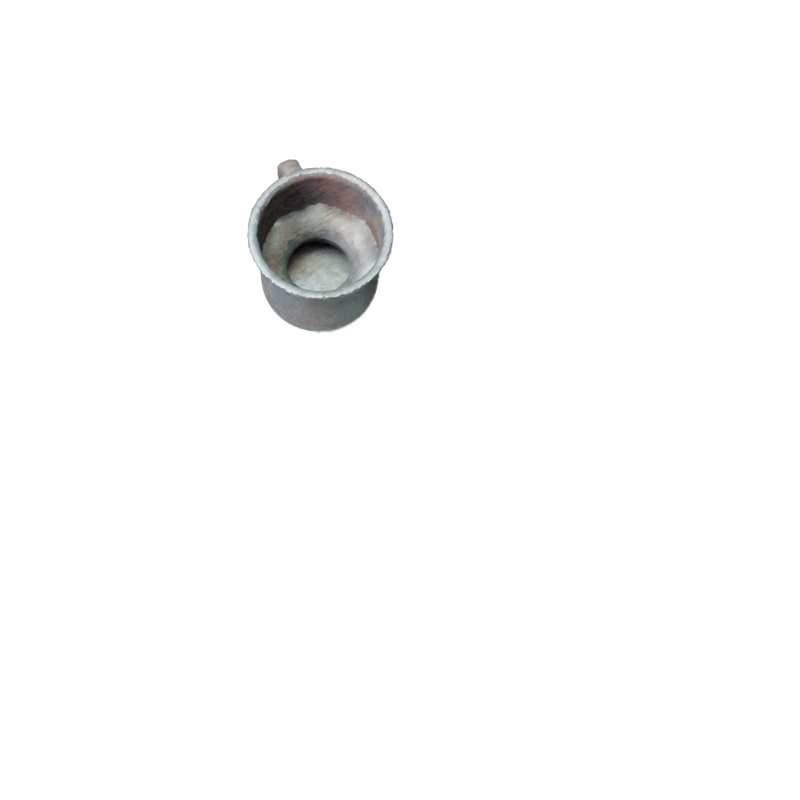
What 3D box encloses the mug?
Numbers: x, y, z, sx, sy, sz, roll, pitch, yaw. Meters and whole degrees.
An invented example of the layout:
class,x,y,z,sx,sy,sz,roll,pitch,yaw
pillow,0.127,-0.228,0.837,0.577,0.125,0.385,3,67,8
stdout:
class,x,y,z,sx,sy,sz,roll,pitch,yaw
mug,-0.058,-0.106,0.743,0.093,0.124,0.077,-21,-20,-10
